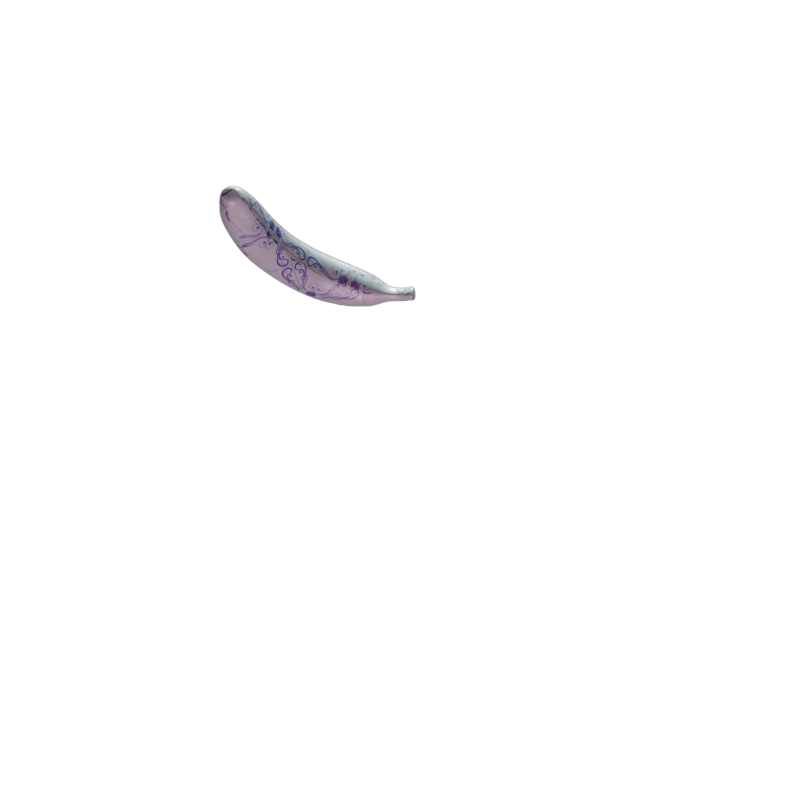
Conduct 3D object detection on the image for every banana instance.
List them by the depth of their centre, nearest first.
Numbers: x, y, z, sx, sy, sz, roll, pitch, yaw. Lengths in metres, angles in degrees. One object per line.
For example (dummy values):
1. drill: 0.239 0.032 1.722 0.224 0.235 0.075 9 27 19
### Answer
1. banana: -0.078 -0.116 0.881 0.186 0.039 0.069 24 -38 -36
